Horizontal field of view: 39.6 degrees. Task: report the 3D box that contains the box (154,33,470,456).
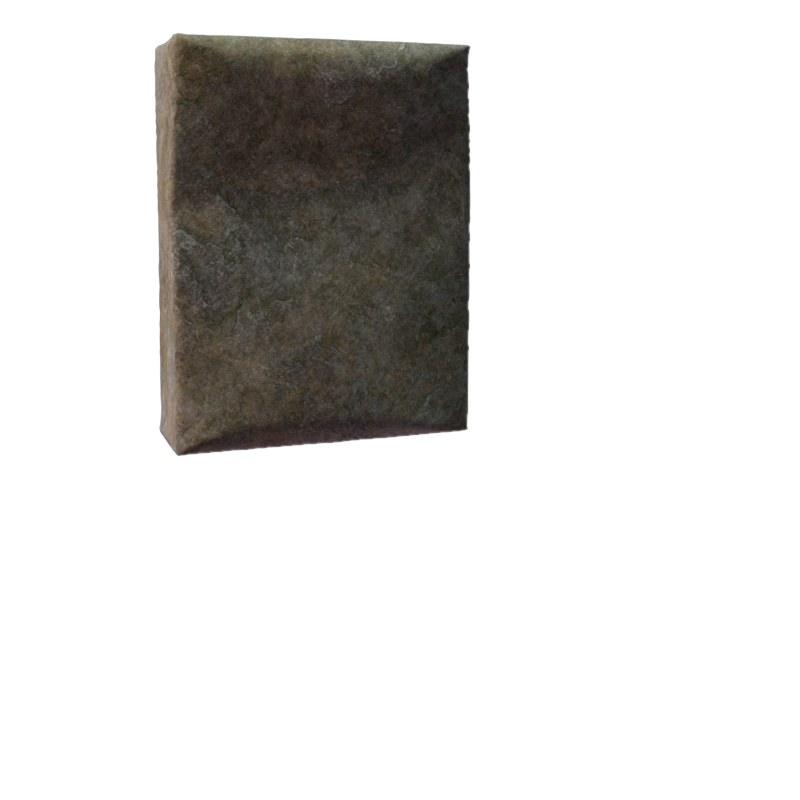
[{"bbox_3d":[-0.047,-0.086,0.599,0.161,0.212,0.074,-2,5,-17],"label":"box"}]
